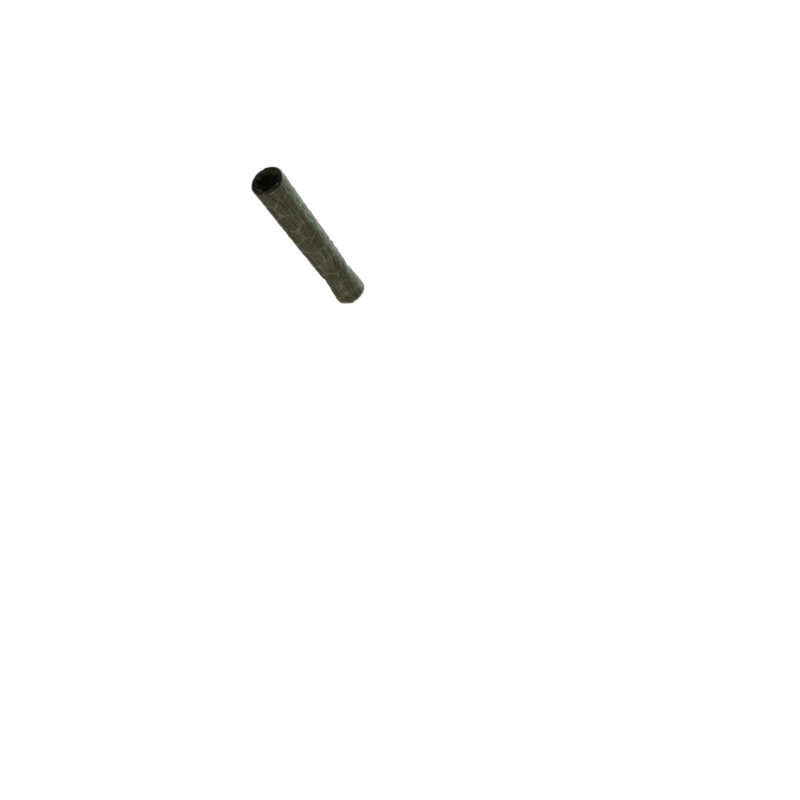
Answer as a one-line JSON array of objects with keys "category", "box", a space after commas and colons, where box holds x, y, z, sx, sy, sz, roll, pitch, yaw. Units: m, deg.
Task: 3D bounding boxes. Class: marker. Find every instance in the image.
[{"category": "marker", "box": [-0.049, -0.089, 0.623, 0.020, 0.021, 0.112, 2, -27, 26]}]
